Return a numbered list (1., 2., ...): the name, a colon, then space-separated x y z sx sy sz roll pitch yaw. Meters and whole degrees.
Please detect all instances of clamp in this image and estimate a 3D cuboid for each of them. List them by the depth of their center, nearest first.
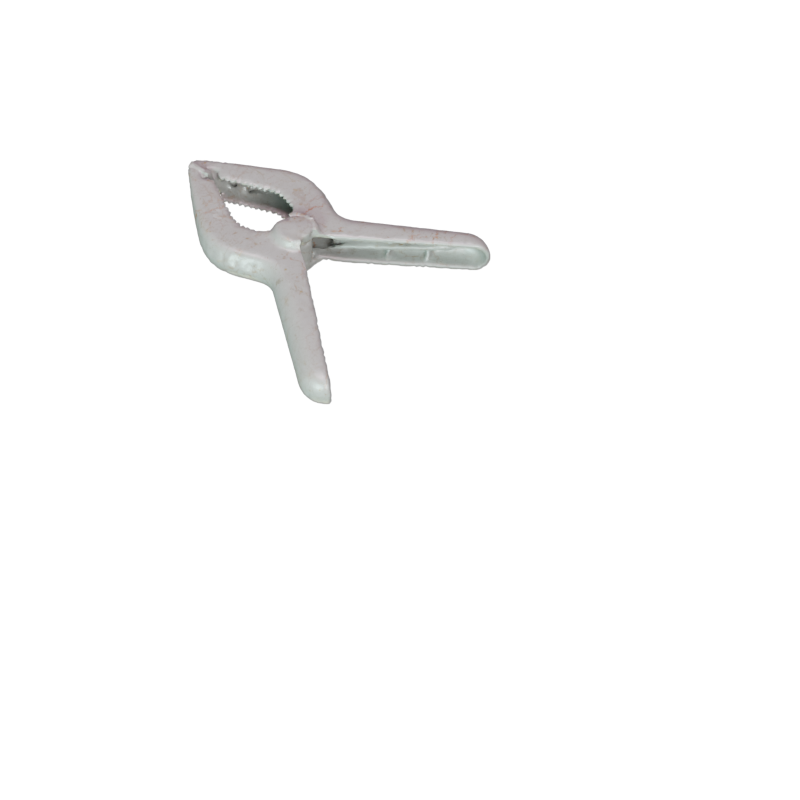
1. clamp: -0.058 -0.105 0.735 0.165 0.034 0.225 -33 57 -25
